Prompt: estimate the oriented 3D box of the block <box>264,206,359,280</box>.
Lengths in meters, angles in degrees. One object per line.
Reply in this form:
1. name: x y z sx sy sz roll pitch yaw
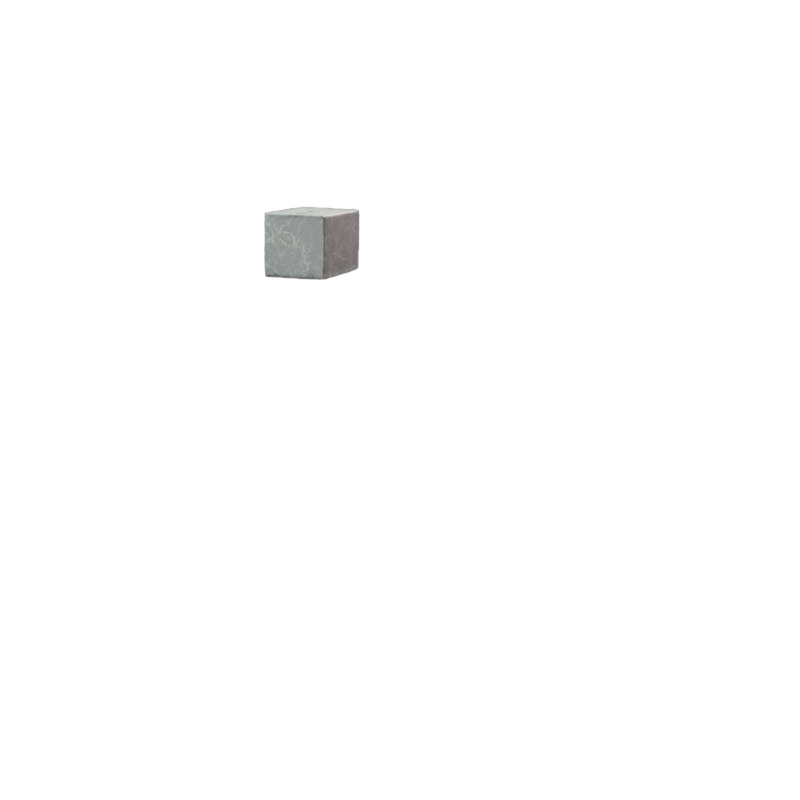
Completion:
1. block: -0.070 -0.127 0.891 0.054 0.050 0.077 4 12 19
